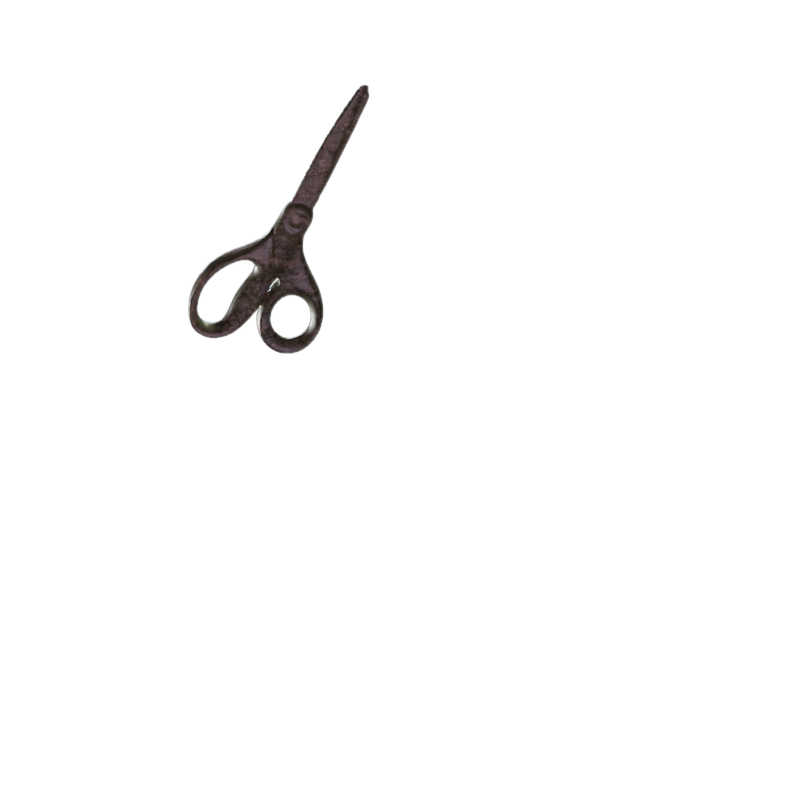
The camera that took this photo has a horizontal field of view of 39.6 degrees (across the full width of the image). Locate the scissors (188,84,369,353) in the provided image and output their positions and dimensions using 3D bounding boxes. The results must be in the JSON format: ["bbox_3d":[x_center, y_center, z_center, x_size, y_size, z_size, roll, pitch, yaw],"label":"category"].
[{"bbox_3d":[-0.055,-0.100,0.698,0.091,0.199,0.017,38,26,-23],"label":"scissors"}]
